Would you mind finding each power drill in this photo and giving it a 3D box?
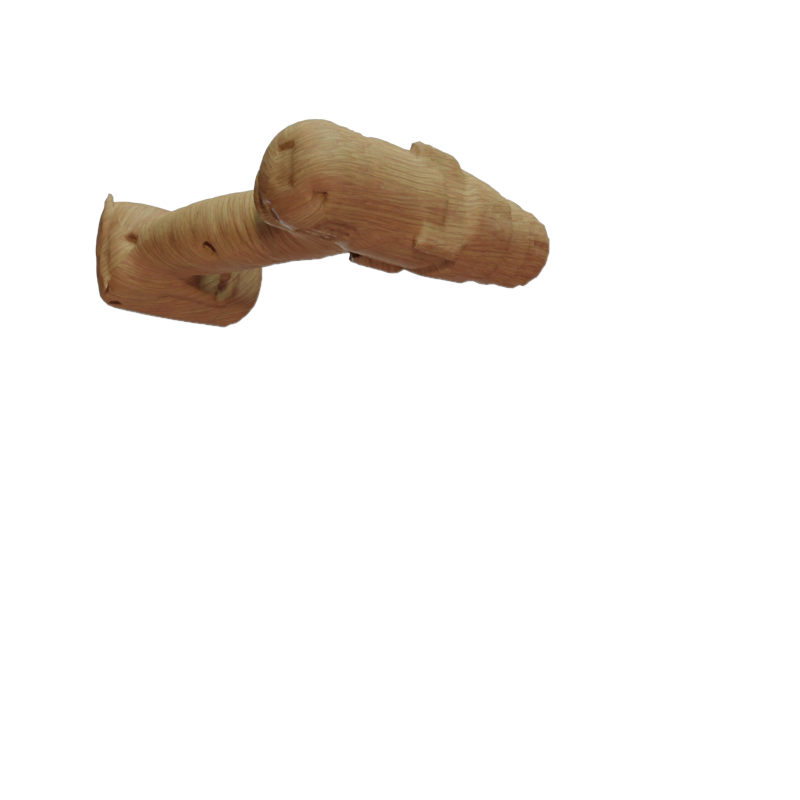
[{"bbox_3d":[-0.043,-0.078,0.545,0.192,0.059,0.174,-9,-14,39],"label":"power drill"}]
